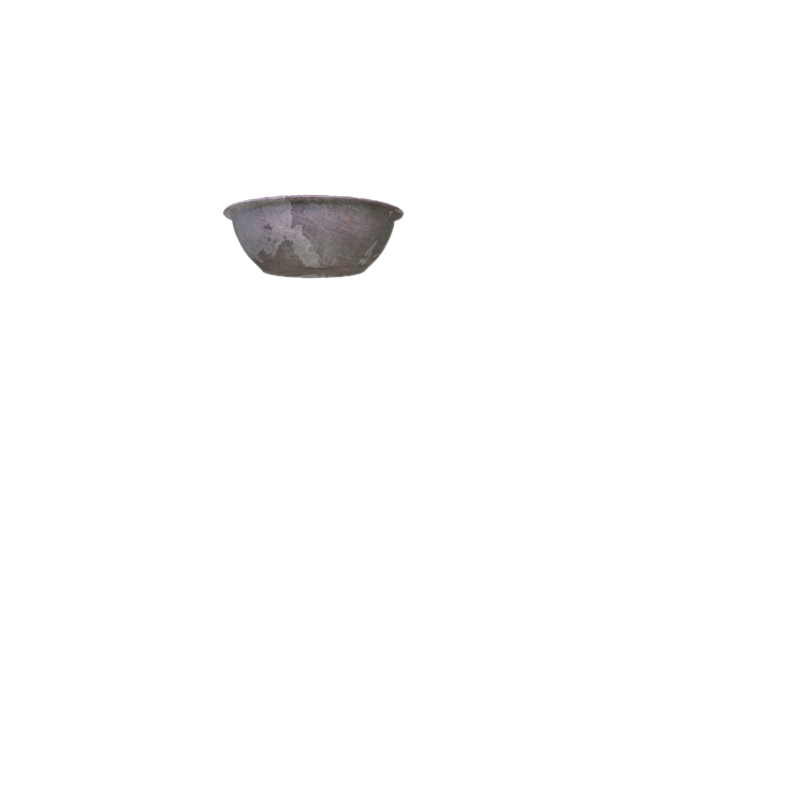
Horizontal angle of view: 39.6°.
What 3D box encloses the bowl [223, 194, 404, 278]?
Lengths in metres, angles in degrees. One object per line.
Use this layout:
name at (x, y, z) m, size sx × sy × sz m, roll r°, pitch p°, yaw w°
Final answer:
bowl at (-0.077, -0.141, 0.989) m, size 0.162 × 0.056 × 0.160 m, roll 0°, pitch -2°, yaw -2°
